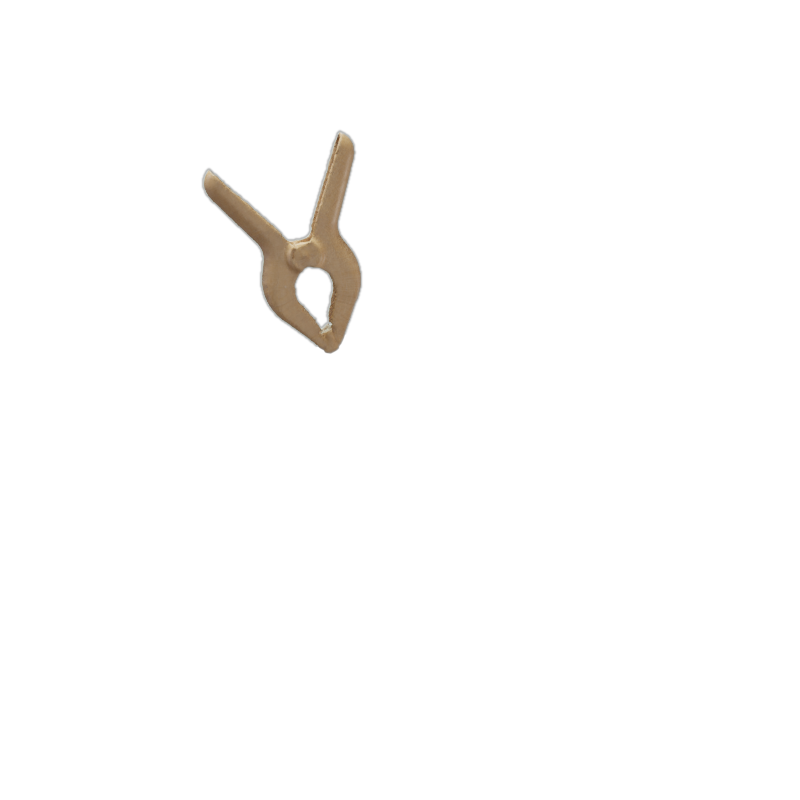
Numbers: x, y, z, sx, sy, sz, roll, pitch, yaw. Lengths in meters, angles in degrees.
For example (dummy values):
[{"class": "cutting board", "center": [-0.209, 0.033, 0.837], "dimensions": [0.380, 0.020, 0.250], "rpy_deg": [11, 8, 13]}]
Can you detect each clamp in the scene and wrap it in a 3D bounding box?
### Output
[{"class": "clamp", "center": [-0.068, -0.125, 0.874], "dimensions": [0.120, 0.166, 0.040], "rpy_deg": [-23, 12, 5]}]
